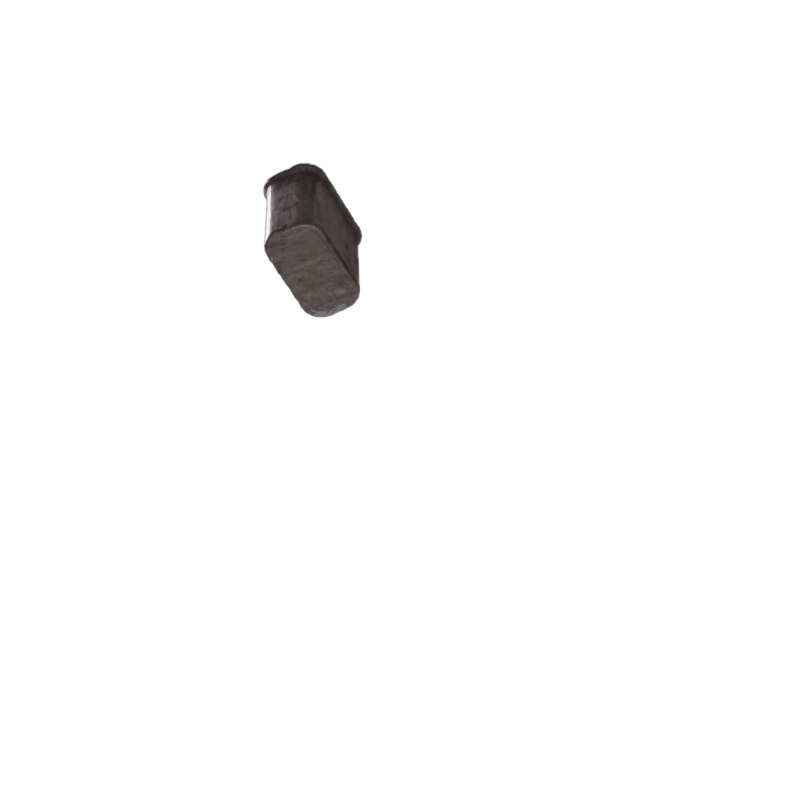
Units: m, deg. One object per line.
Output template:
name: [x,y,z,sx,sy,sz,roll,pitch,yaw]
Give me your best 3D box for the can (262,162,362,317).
can: [-0.072,-0.131,0.921,0.058,0.094,0.090,-22,38,16]
